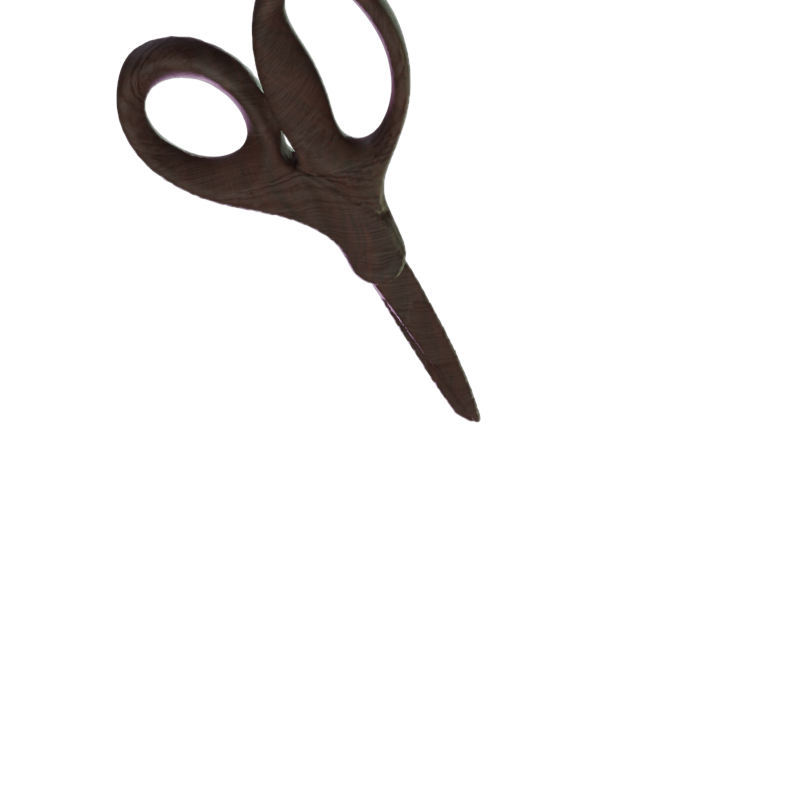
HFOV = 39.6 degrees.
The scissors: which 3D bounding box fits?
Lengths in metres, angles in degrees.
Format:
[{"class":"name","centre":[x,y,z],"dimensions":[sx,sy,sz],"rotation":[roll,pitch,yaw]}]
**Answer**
[{"class":"scissors","centre":[-0.029,-0.052,0.365],"dimensions":[0.097,0.017,0.187],"rotation":[-5,-45,5]}]
